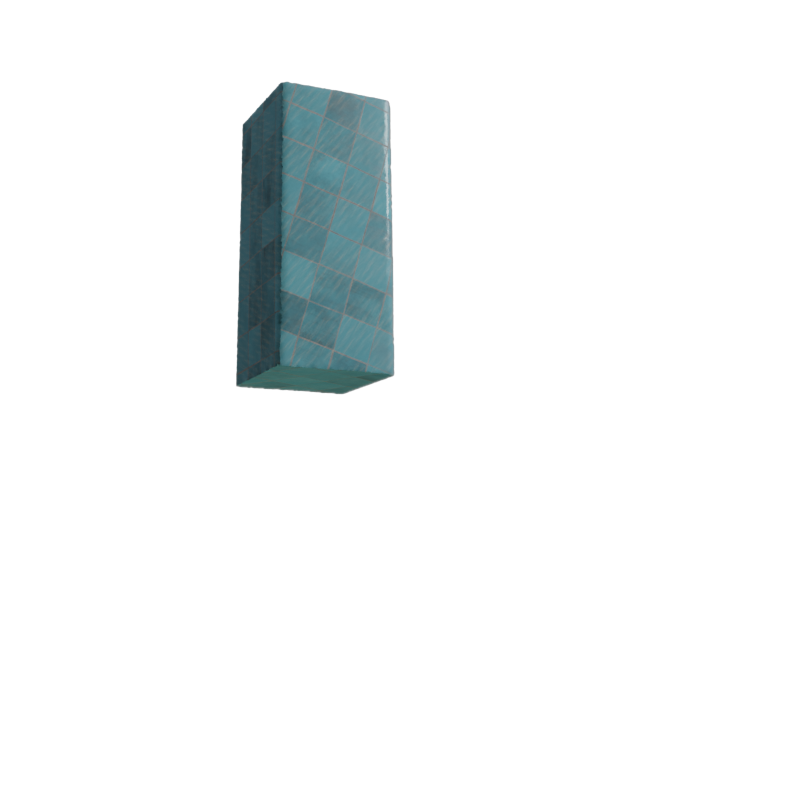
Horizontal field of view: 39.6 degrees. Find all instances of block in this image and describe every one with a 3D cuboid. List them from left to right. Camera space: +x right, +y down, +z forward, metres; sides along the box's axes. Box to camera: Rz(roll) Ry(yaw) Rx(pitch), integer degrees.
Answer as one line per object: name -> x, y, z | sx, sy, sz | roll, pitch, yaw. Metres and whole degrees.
block -> -0.063, -0.116, 0.814 | 0.087, 0.214, 0.090 | 6, -17, -25
